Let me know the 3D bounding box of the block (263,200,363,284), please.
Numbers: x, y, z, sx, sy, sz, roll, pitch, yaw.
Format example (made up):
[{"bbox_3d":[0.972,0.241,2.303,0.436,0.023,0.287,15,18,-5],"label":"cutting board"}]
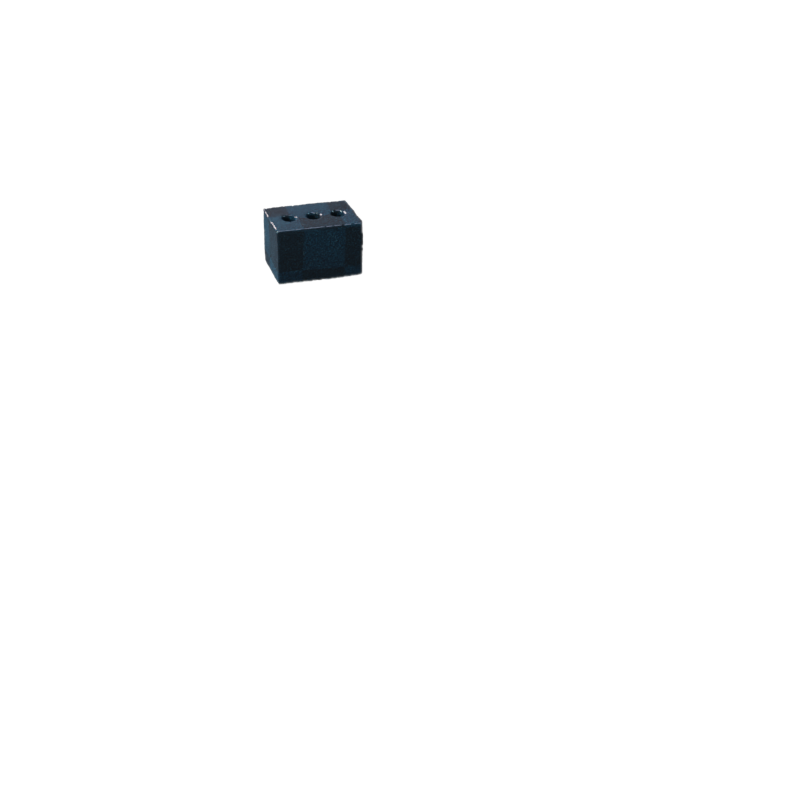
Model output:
[{"bbox_3d":[-0.075,-0.138,0.964,0.077,0.048,0.057,-8,30,-15],"label":"block"}]
